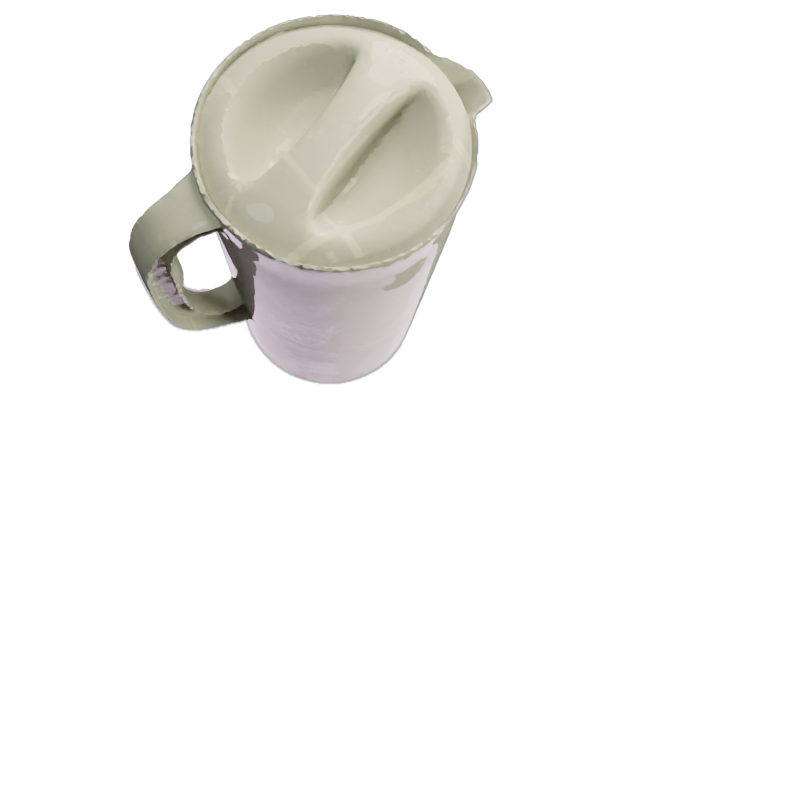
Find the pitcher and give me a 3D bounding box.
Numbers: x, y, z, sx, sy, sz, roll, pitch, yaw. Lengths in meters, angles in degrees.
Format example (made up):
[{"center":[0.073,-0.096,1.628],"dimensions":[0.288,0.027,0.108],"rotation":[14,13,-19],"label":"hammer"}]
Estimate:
[{"center":[-0.048,-0.087,0.611],"dimensions":[0.150,0.150,0.232],"rotation":[16,-18,2],"label":"pitcher"}]
